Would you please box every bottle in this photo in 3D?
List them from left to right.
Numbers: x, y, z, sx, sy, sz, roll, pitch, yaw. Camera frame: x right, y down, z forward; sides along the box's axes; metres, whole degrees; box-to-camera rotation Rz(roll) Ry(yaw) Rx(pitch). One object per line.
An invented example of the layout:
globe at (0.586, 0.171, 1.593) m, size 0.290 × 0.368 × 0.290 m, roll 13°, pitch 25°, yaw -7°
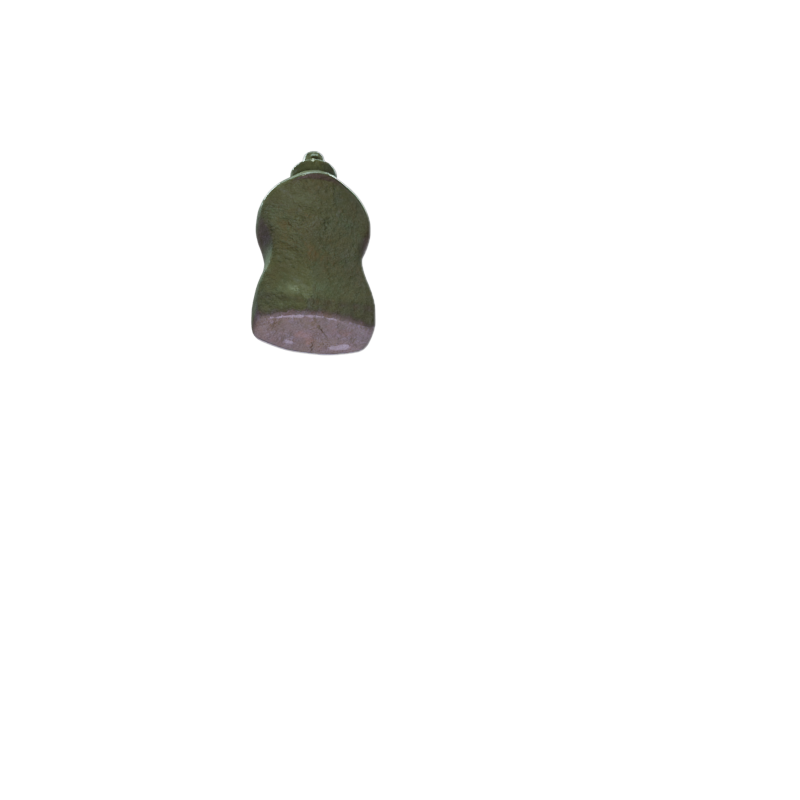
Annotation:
bottle at (-0.072, -0.132, 0.919) m, size 0.095 × 0.205 × 0.055 m, roll 5°, pitch -37°, yaw -10°
